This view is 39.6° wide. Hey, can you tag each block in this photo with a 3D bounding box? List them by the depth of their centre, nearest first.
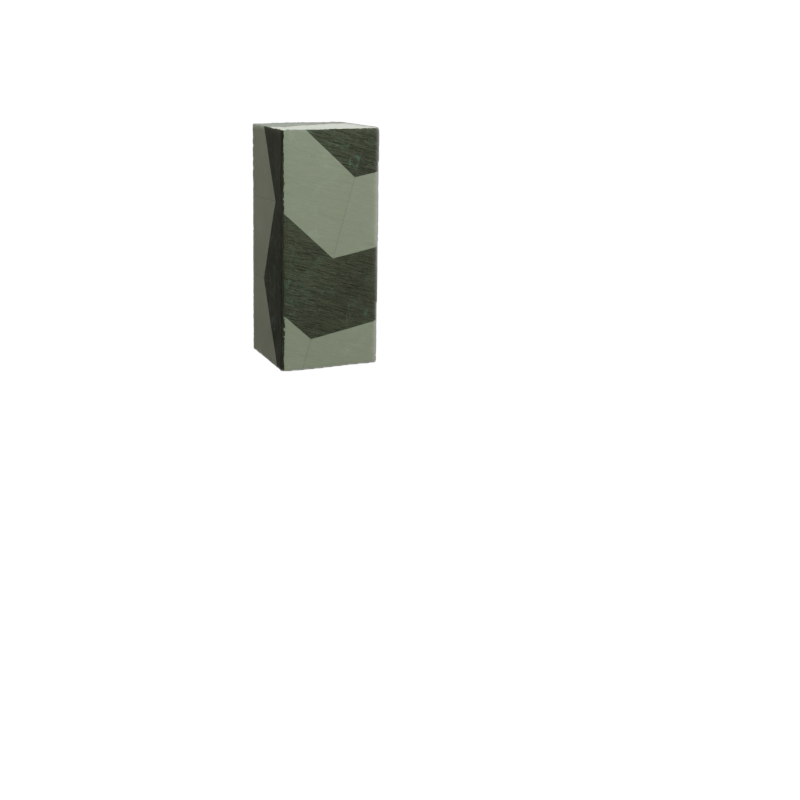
[{"bbox_3d":[-0.076,-0.140,0.979,0.088,0.201,0.095,-4,11,-22],"label":"block"}]
